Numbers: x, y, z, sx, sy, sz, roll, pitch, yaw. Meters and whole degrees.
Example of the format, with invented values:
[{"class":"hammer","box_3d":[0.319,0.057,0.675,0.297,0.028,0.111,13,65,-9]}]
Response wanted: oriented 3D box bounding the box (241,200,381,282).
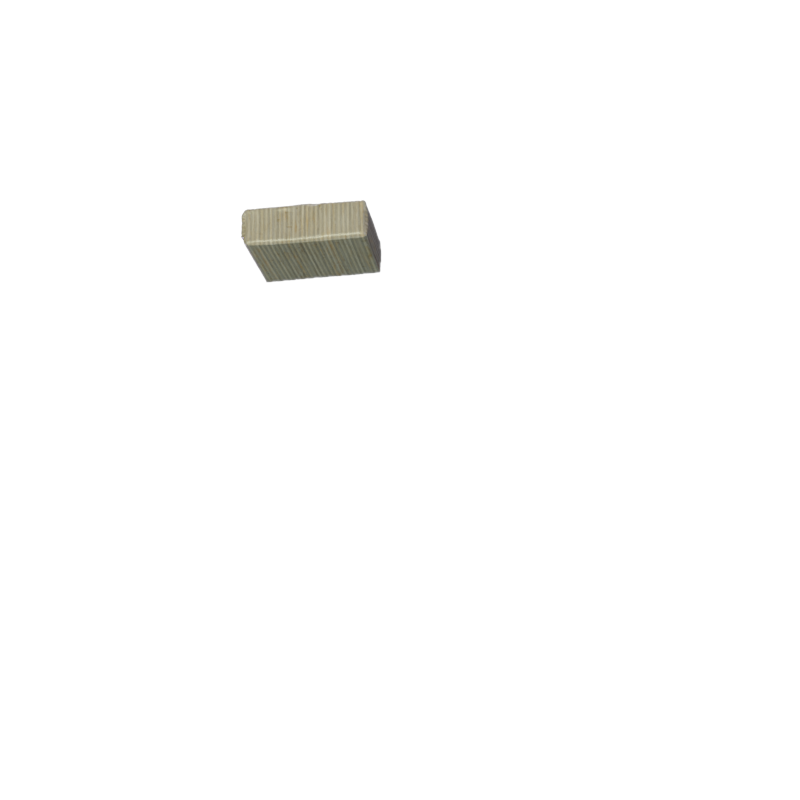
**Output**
[{"class":"box","box_3d":[-0.062,-0.113,0.794,0.090,0.032,0.069,-3,-17,9]}]
